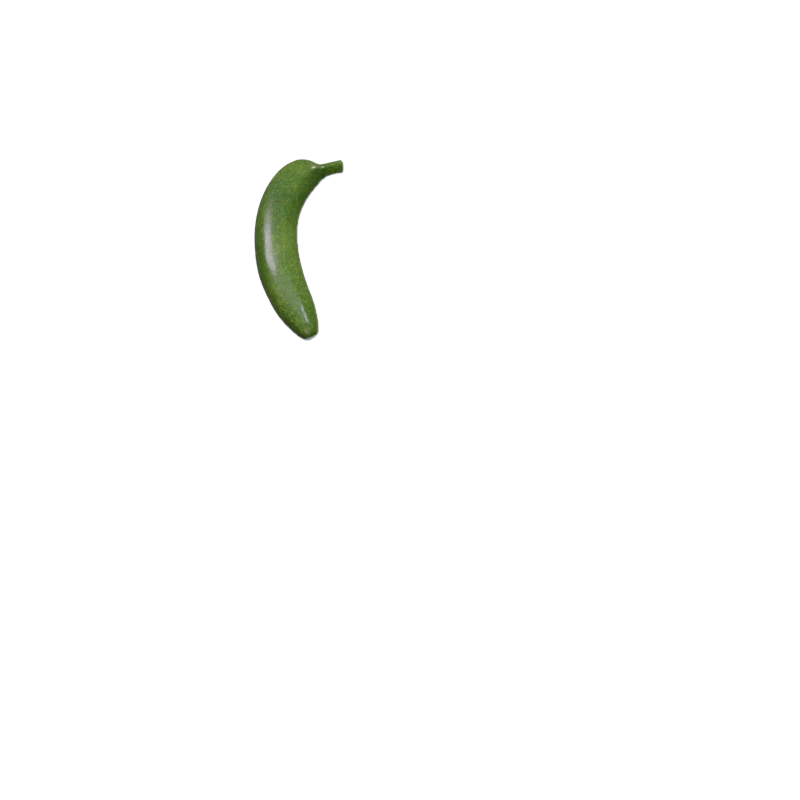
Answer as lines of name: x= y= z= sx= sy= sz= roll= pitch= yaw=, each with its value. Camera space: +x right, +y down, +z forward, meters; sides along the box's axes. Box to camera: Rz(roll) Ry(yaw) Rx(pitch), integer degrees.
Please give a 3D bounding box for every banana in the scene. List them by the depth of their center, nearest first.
banana: x=-0.093 y=-0.143 z=0.965 sx=0.070 sy=0.210 sz=0.034 roll=5 pitch=-33 yaw=2
